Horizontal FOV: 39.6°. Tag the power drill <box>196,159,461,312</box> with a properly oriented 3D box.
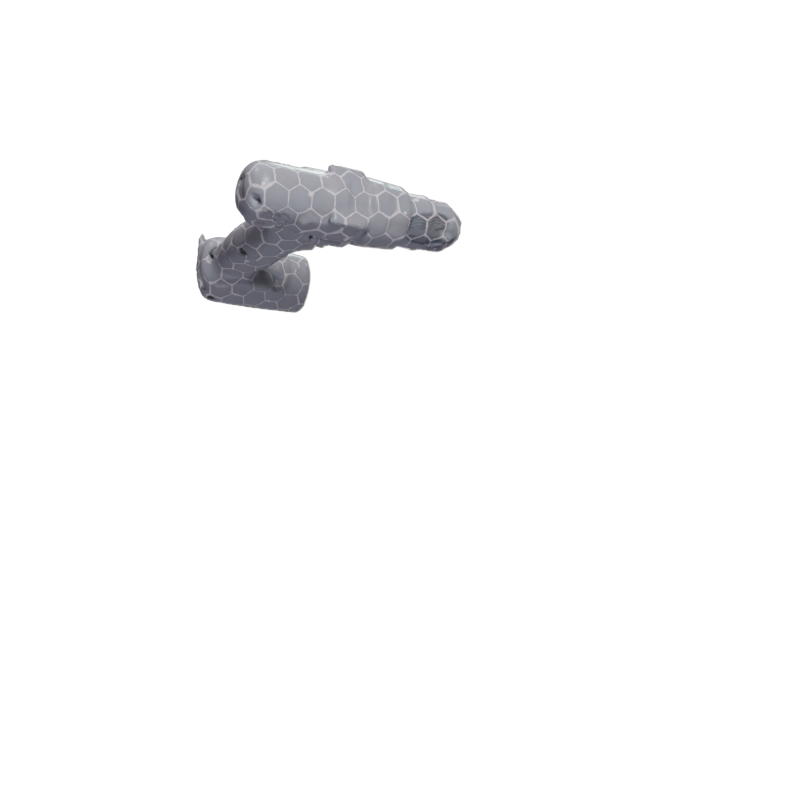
[{"bbox_3d":[-0.070,-0.127,0.889,0.177,0.060,0.186,10,-22,-27],"label":"power drill"}]
